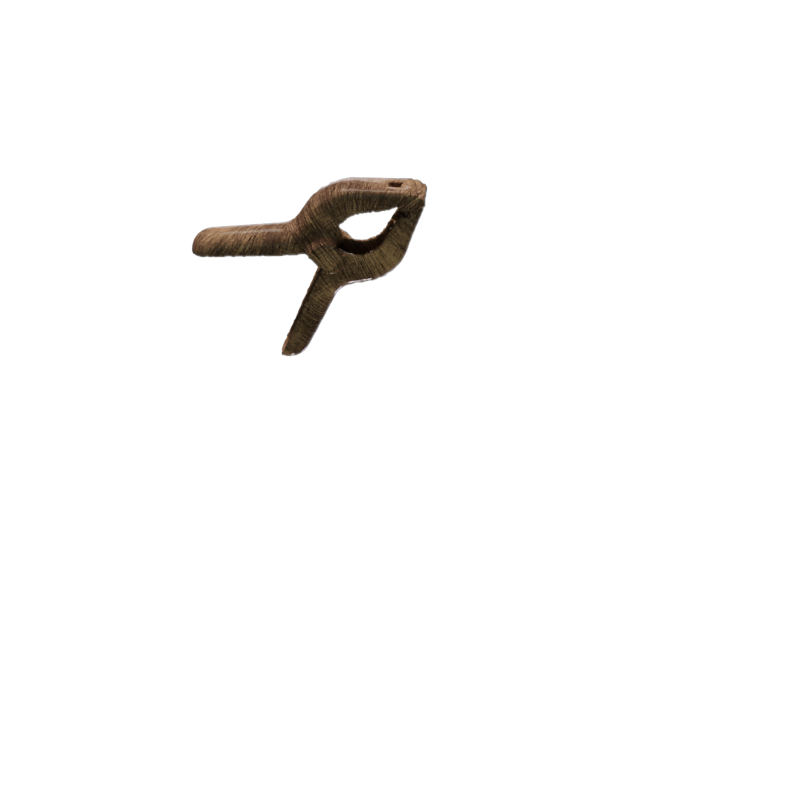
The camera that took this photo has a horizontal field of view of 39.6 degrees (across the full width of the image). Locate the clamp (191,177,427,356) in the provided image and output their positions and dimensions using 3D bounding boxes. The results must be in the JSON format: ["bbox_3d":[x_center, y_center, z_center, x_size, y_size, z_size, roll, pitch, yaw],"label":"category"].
[{"bbox_3d":[-0.062,-0.113,0.790,0.169,0.114,0.042,-38,27,23],"label":"clamp"}]
